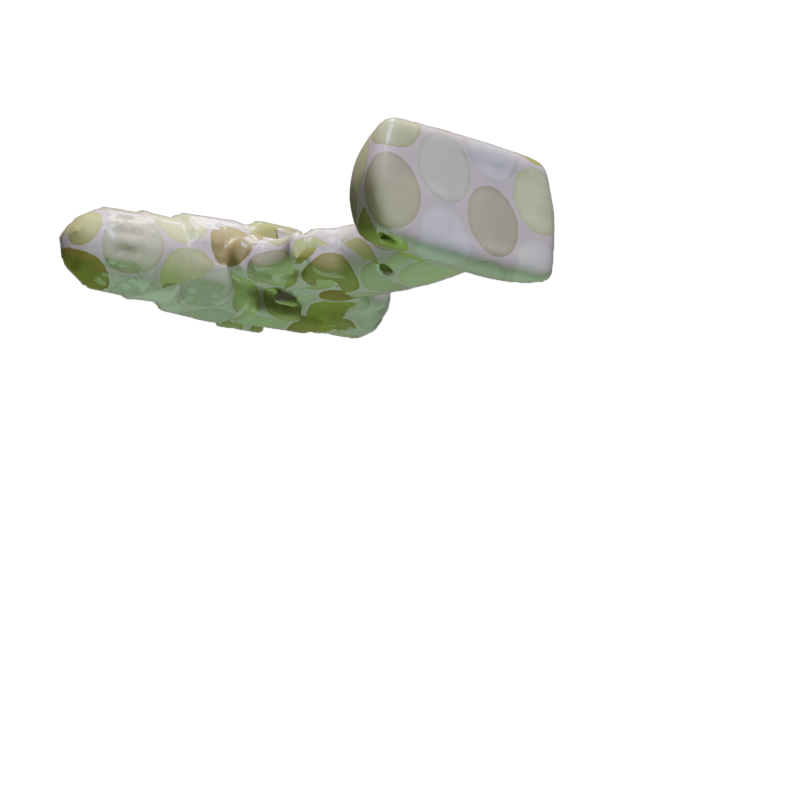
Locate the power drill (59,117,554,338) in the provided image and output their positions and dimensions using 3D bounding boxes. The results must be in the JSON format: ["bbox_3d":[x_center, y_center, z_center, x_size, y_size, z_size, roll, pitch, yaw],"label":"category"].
[{"bbox_3d":[-0.040,-0.073,0.510,0.176,0.059,0.191,6,-9,-38],"label":"power drill"}]
